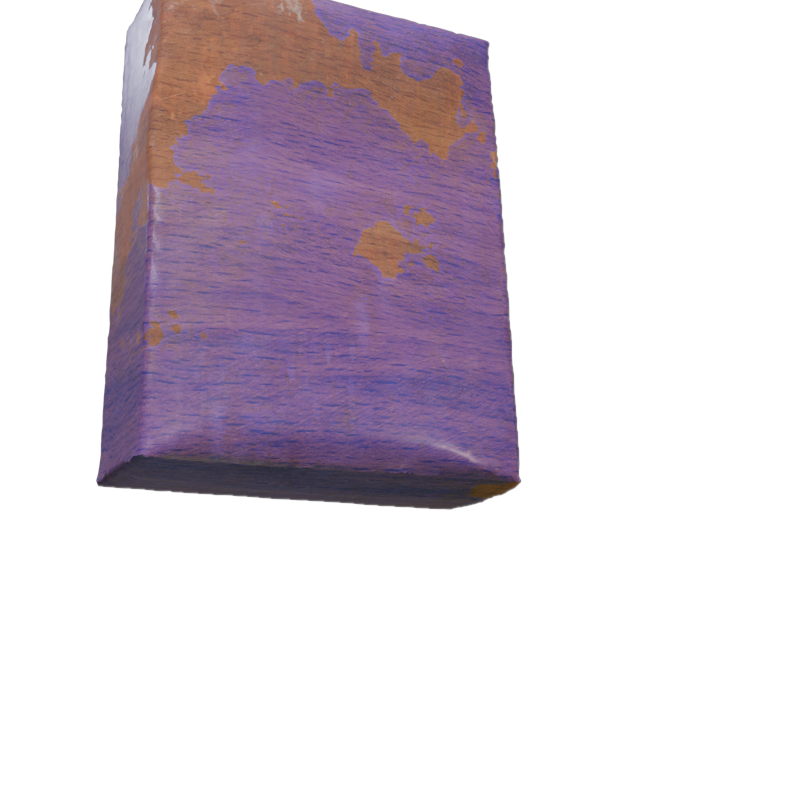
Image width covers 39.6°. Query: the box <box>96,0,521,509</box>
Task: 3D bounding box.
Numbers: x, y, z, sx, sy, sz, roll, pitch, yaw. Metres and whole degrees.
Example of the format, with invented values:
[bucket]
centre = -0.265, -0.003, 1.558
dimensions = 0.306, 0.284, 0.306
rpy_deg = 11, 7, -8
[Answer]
[box]
centre = -0.037, -0.068, 0.478
dimensions = 0.158, 0.224, 0.071
rpy_deg = 8, -22, -24
